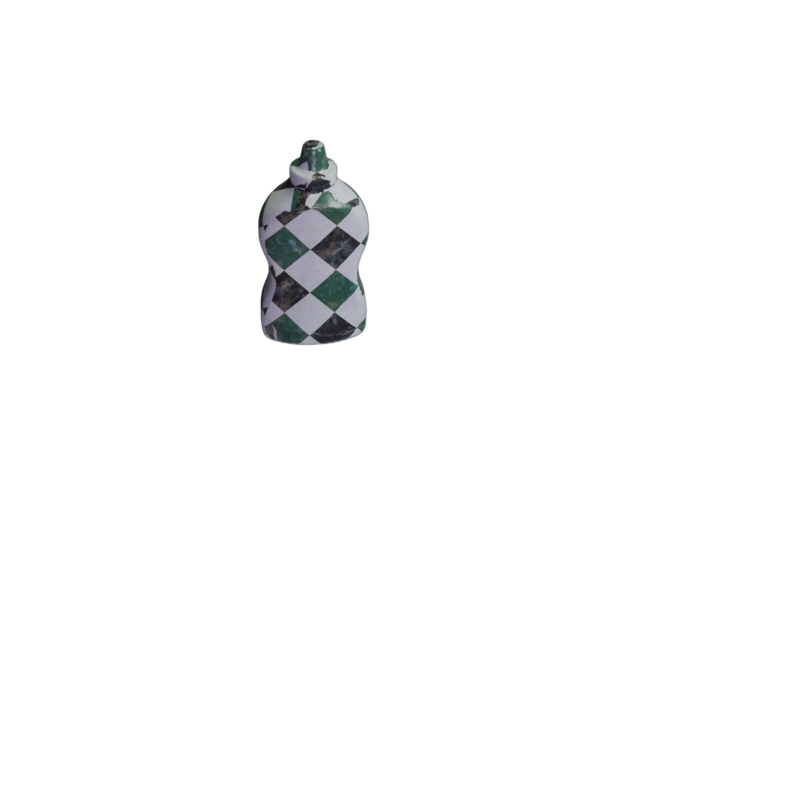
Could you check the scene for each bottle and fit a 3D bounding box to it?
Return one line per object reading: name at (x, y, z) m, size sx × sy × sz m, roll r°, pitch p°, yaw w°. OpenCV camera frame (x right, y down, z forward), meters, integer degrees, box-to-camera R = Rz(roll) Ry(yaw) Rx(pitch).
bottle at (-0.076, -0.138, 0.968) m, size 0.095 × 0.179 × 0.063 m, roll -1°, pitch 37°, yaw -5°
